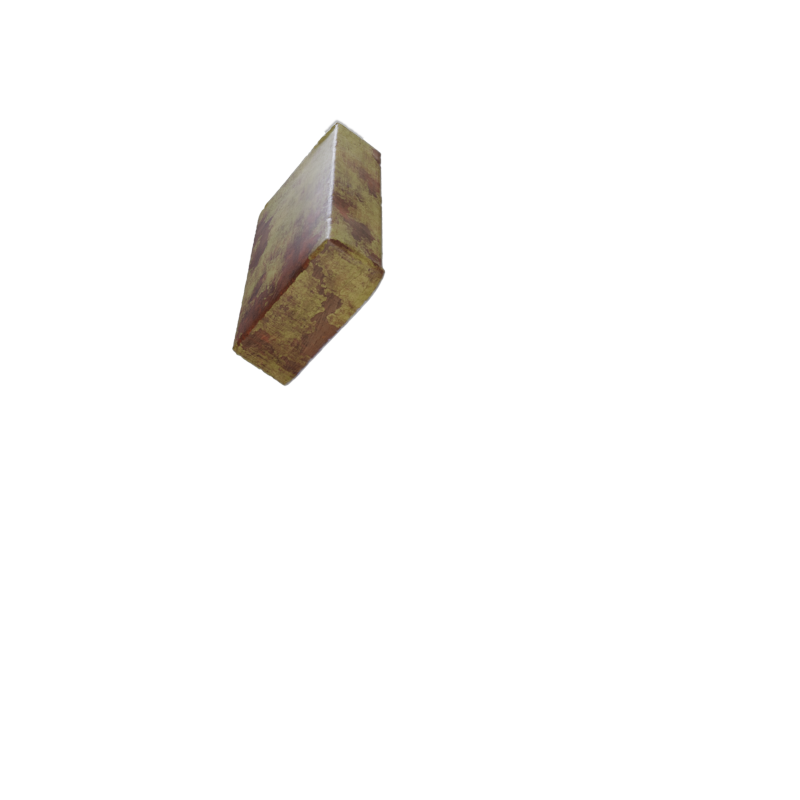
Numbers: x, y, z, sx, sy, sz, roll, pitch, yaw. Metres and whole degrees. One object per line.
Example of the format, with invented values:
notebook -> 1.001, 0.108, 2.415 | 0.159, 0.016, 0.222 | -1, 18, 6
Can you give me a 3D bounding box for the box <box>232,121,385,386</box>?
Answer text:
box -> -0.054, -0.097, 0.680 | 0.046, 0.092, 0.188 | 34, 25, -23
